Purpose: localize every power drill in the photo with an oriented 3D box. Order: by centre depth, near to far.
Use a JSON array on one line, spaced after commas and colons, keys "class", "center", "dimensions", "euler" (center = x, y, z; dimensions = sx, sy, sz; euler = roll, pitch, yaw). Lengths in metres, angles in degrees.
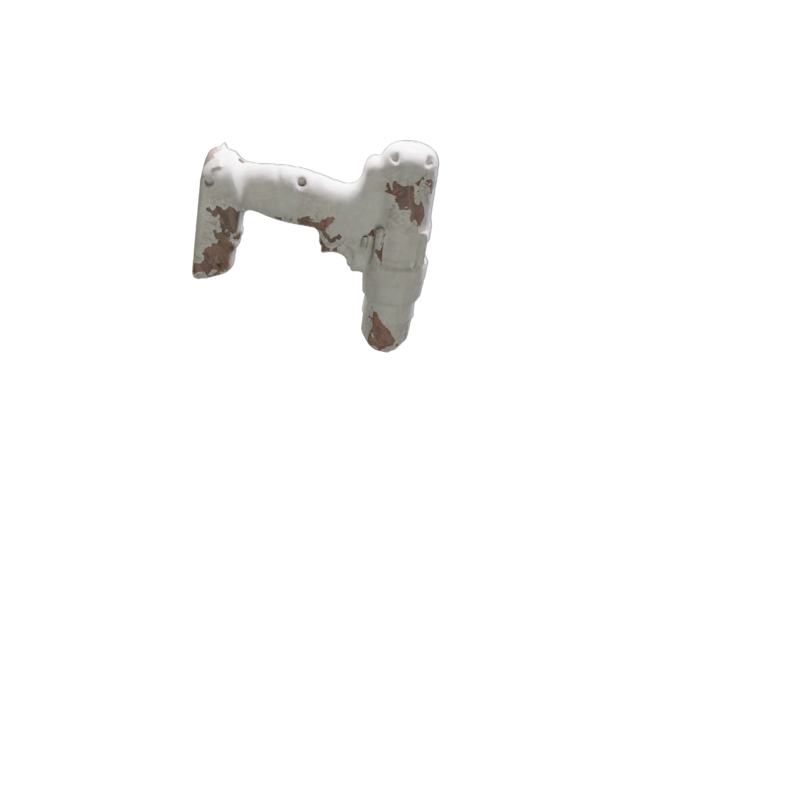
[{"class": "power drill", "center": [-0.069, -0.127, 0.887], "dimensions": [0.187, 0.175, 0.061], "euler": [6, 27, -4]}]
